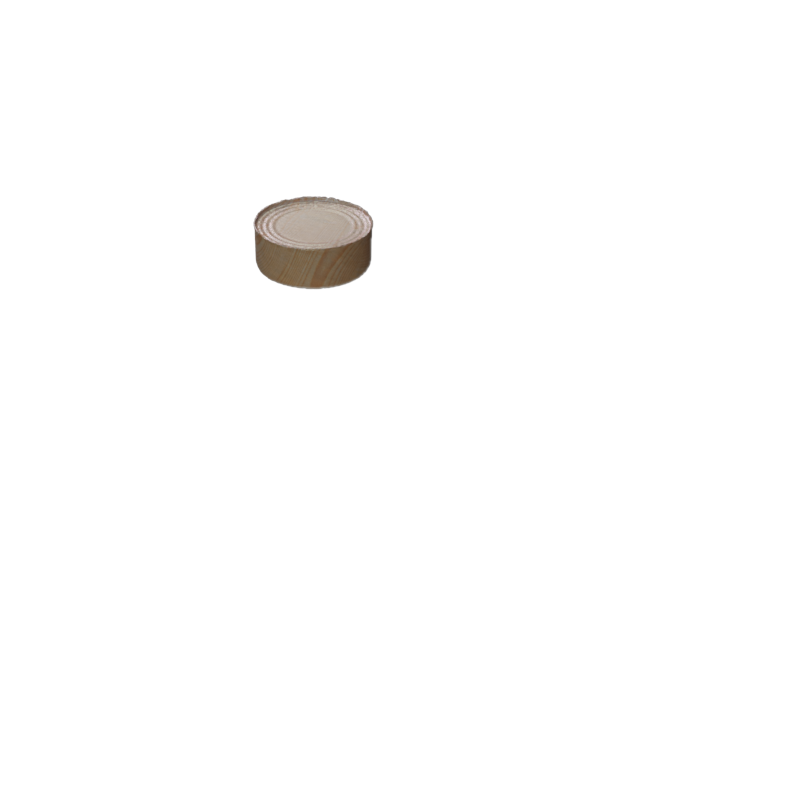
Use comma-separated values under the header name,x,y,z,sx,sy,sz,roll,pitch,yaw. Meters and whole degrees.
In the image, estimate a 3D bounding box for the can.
name,x,y,z,sx,sy,sz,roll,pitch,yaw
can,-0.063,-0.114,0.799,0.086,0.032,0.091,-1,33,-2
